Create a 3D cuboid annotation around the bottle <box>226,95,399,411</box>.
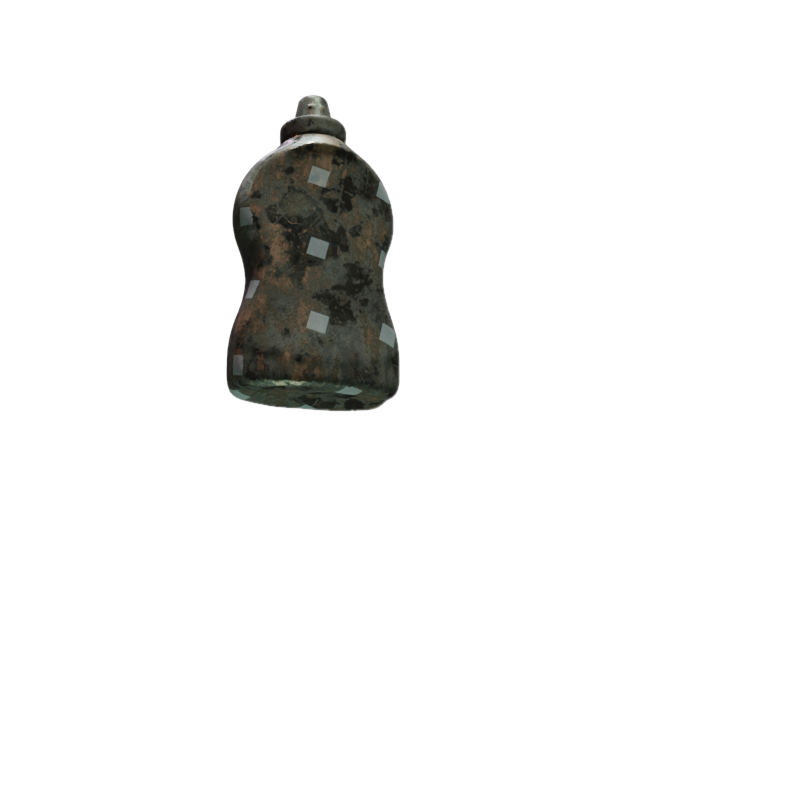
[{"bbox_3d":[-0.051,-0.093,0.655,0.094,0.201,0.057,5,-22,-16],"label":"bottle"}]
